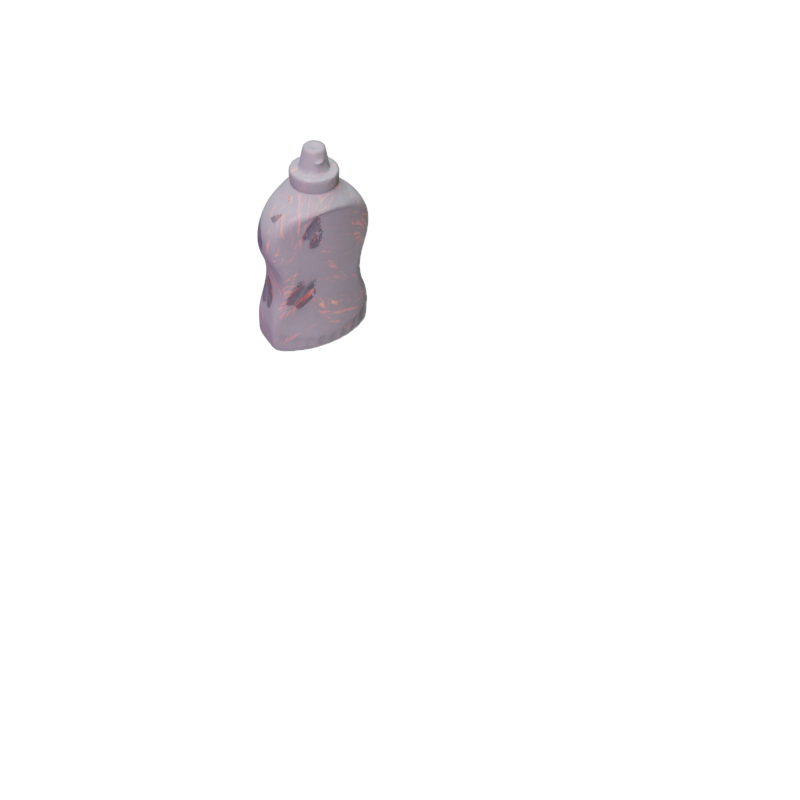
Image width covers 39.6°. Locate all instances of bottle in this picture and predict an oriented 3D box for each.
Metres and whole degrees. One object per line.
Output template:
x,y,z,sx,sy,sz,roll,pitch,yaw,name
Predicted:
-0.073,-0.133,0.934,0.095,0.179,0.063,-18,44,-23,bottle
